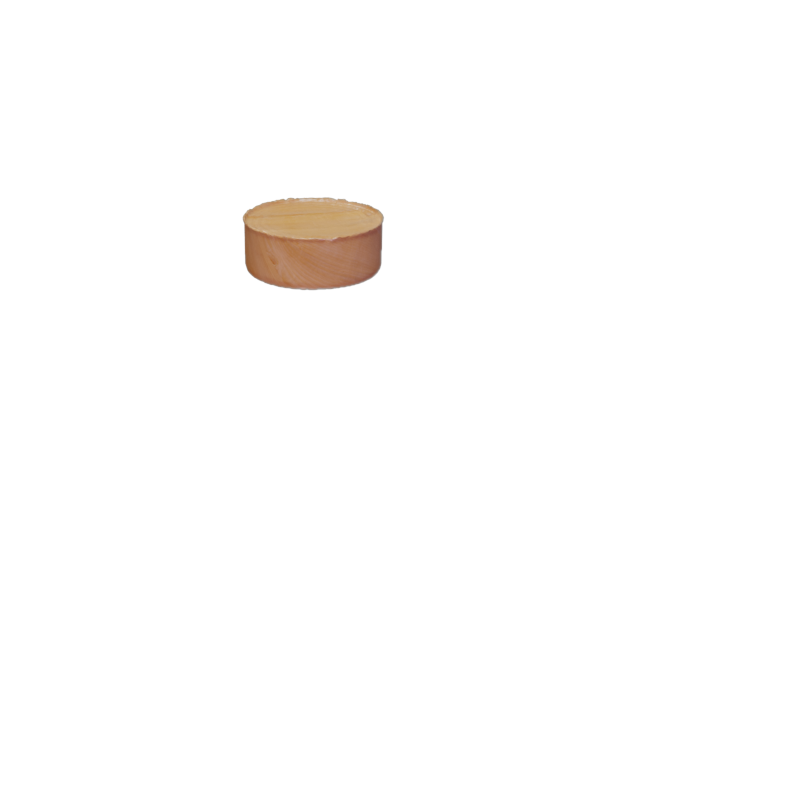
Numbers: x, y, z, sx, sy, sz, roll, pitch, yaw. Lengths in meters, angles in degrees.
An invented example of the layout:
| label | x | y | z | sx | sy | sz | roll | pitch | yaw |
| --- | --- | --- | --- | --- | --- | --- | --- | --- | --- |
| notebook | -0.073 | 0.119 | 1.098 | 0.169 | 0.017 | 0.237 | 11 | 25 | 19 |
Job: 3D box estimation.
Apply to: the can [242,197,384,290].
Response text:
| label | x | y | z | sx | sy | sz | roll | pitch | yaw |
| --- | --- | --- | --- | --- | --- | --- | --- | --- | --- |
| can | -0.053 | -0.097 | 0.680 | 0.086 | 0.032 | 0.090 | -1 | 24 | -2 |
